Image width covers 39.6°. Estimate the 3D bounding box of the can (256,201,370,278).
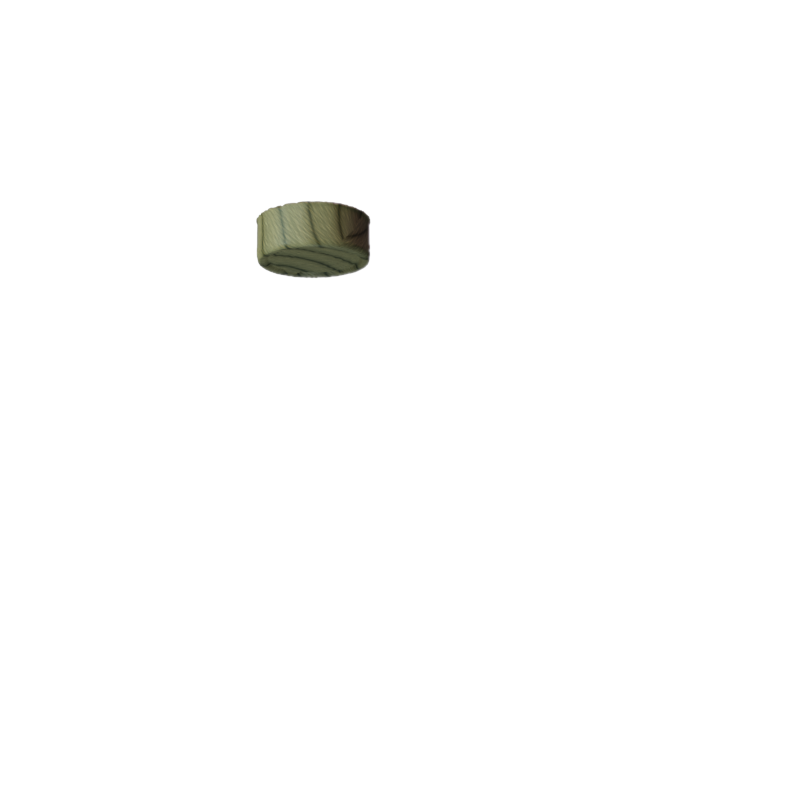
[{"bbox_3d":[-0.065,-0.118,0.829,0.086,0.035,0.083,0,-12,-2],"label":"can"}]
